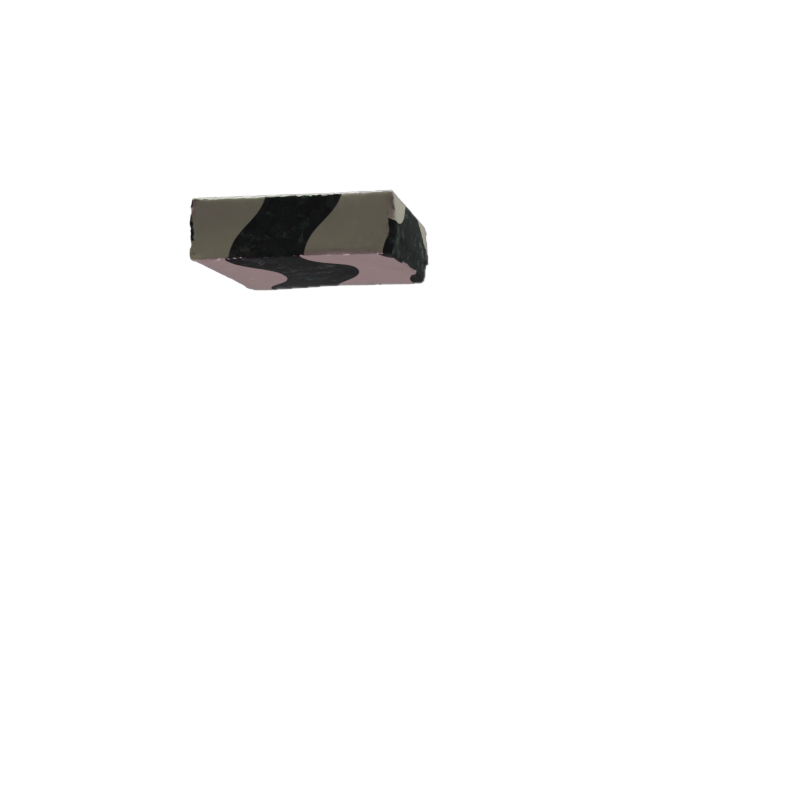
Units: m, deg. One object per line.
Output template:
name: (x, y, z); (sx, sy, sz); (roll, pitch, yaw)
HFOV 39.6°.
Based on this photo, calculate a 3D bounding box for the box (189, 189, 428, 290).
box: (-0.048, -0.087, 0.611); (0.115, 0.040, 0.086); (-2, -7, 14)
